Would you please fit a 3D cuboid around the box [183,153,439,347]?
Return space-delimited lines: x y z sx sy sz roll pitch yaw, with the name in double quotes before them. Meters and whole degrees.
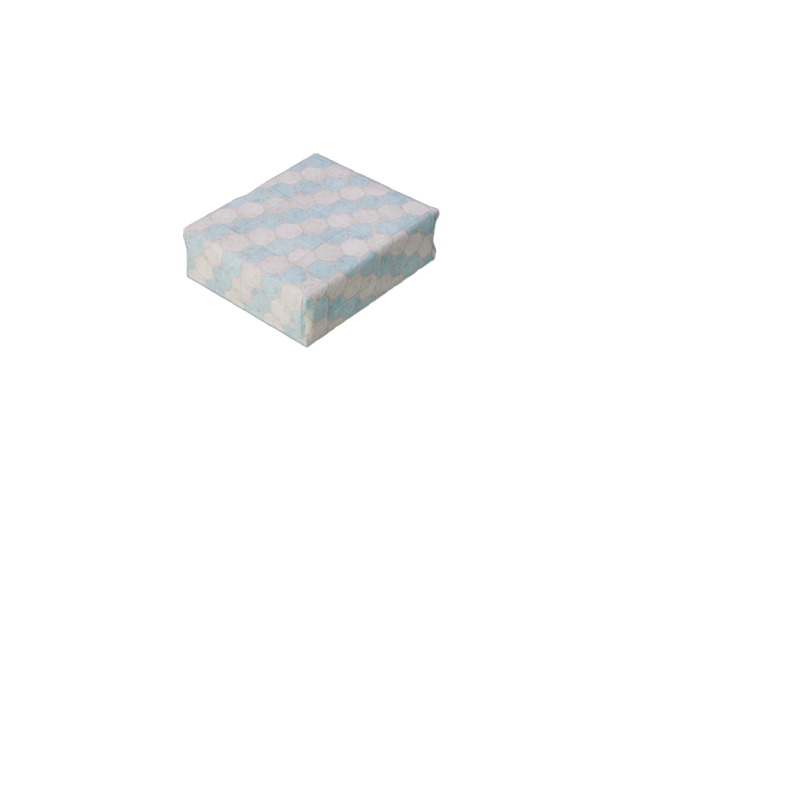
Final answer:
"box" -0.038 -0.069 0.484 0.078 0.028 0.090 29 48 30
